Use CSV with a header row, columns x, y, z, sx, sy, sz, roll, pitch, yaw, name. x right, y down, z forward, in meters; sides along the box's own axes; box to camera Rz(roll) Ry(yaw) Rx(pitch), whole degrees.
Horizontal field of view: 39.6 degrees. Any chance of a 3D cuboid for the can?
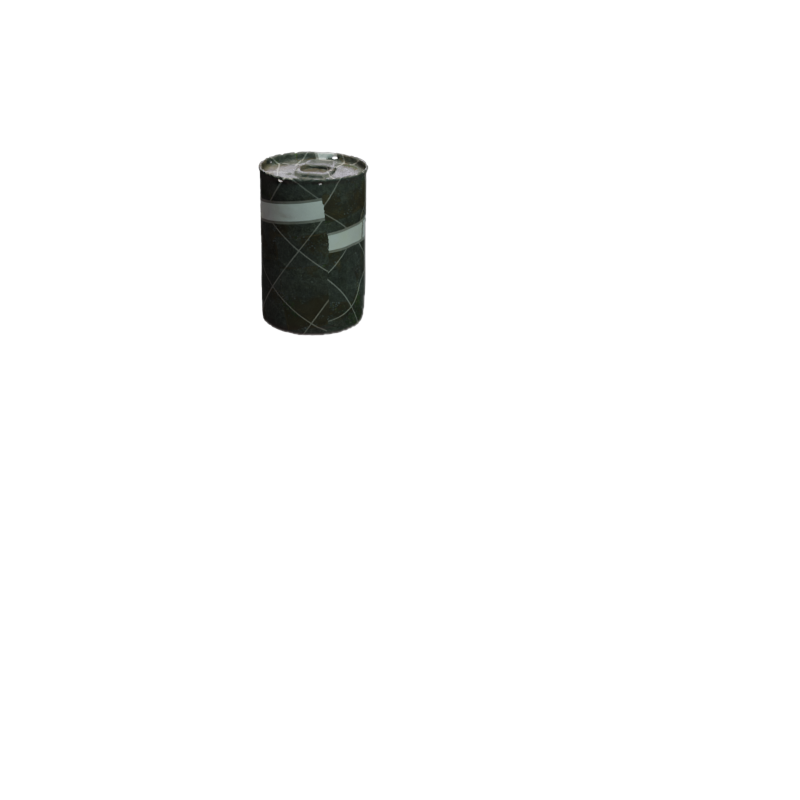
x,y,z,sx,sy,sz,roll,pitch,yaw,name
-0.055,-0.100,0.704,0.068,0.098,0.072,0,22,-2,can
